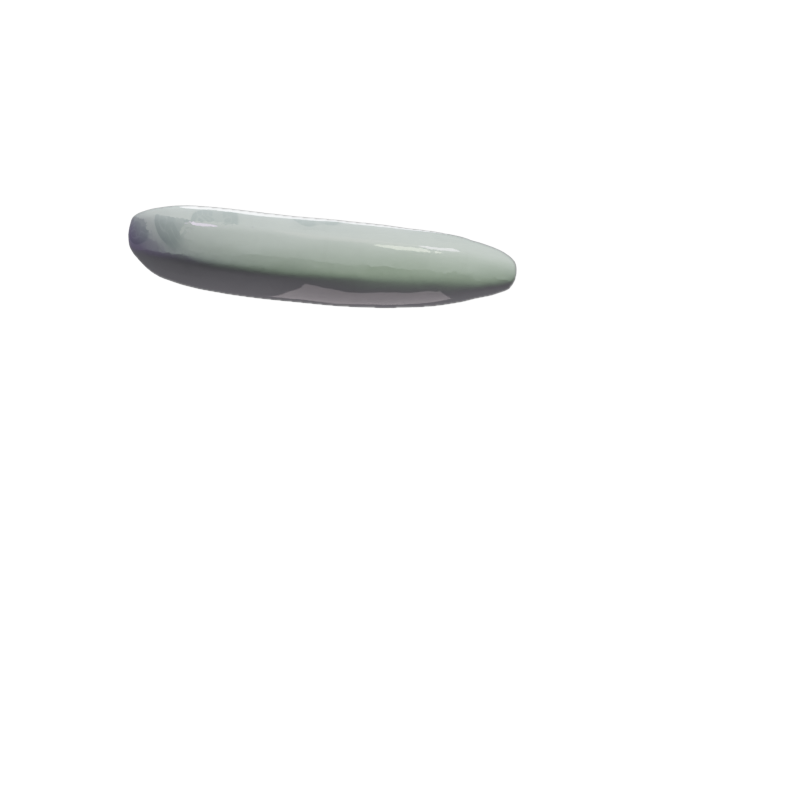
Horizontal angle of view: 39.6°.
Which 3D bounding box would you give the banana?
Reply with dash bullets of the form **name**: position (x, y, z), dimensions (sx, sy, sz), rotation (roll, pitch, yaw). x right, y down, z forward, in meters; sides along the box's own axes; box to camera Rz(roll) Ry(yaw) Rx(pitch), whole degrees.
- **banana**: position (-0.051, -0.068, 0.498), dimensions (0.206, 0.035, 0.070), rotation (11, 23, 26)
